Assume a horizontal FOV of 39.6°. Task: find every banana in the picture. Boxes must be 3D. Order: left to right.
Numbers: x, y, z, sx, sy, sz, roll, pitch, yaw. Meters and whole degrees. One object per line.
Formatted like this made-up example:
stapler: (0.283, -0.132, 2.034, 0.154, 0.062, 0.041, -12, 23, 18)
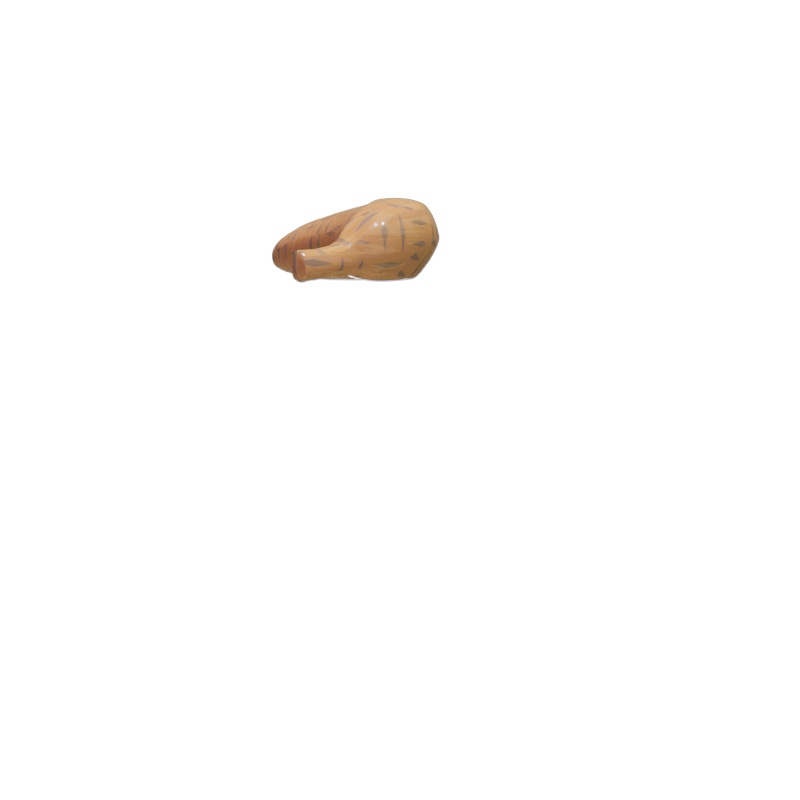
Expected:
banana: (-0.022, -0.074, 0.516, 0.069, 0.036, 0.200, -1, 6, -8)
